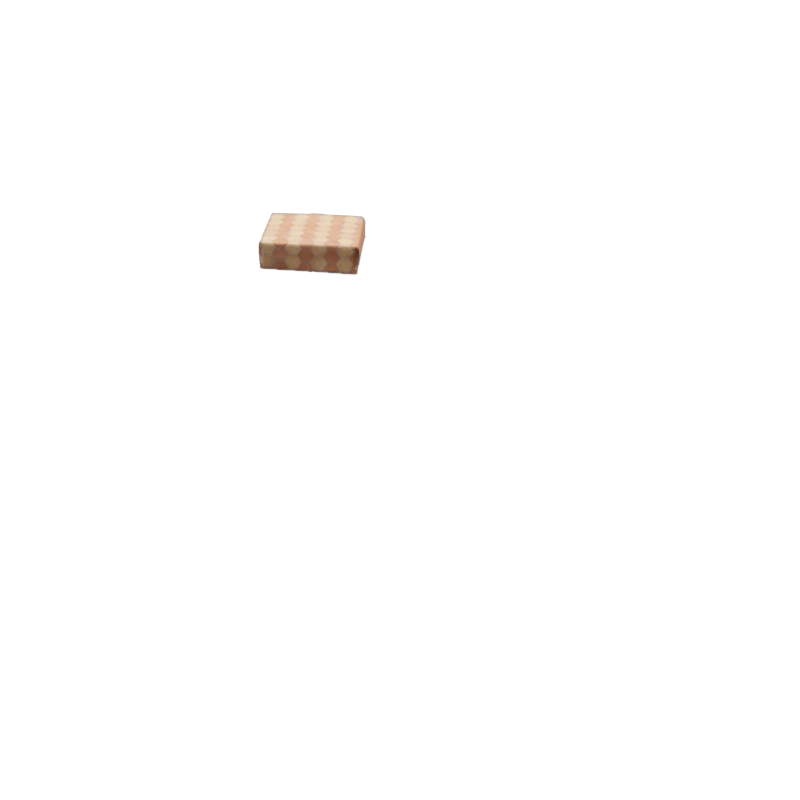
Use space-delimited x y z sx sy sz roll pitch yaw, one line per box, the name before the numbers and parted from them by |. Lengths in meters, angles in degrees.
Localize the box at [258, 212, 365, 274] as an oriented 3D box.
box | -0.078 -0.143 0.998 0.090 0.029 0.077 3 28 4
